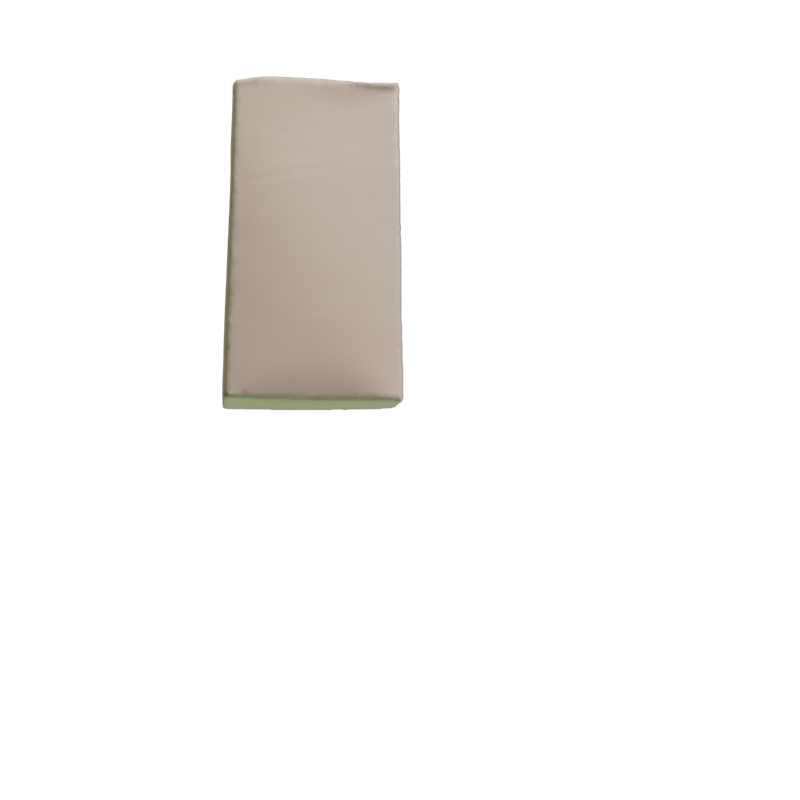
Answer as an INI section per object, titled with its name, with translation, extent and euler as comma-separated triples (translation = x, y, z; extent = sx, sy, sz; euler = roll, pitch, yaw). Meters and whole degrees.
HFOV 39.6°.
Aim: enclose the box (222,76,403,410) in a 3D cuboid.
[box]
translation = -0.046, -0.085, 0.592
extent = 0.093, 0.182, 0.047
euler = 0, -14, -6
